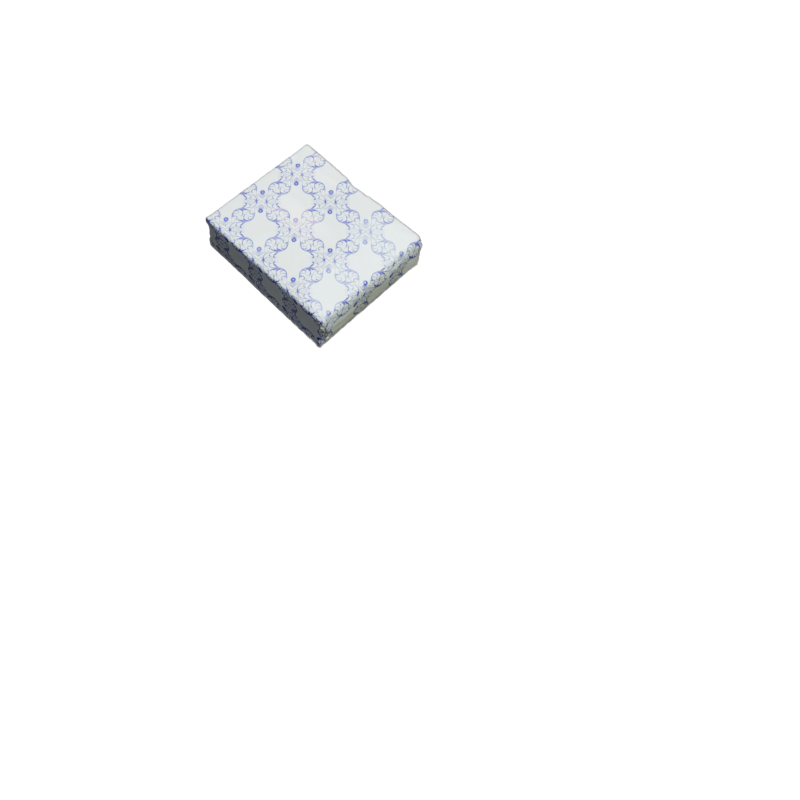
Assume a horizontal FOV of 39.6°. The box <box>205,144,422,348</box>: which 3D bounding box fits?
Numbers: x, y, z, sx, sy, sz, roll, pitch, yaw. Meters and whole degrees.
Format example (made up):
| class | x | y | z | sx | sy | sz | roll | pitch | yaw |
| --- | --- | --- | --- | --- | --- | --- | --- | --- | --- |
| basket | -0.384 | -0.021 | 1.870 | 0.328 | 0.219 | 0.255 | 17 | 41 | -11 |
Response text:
| class | x | y | z | sx | sy | sz | roll | pitch | yaw |
| --- | --- | --- | --- | --- | --- | --- | --- | --- | --- |
| box | -0.045 | -0.083 | 0.580 | 0.074 | 0.094 | 0.028 | -40 | -23 | -21 |
